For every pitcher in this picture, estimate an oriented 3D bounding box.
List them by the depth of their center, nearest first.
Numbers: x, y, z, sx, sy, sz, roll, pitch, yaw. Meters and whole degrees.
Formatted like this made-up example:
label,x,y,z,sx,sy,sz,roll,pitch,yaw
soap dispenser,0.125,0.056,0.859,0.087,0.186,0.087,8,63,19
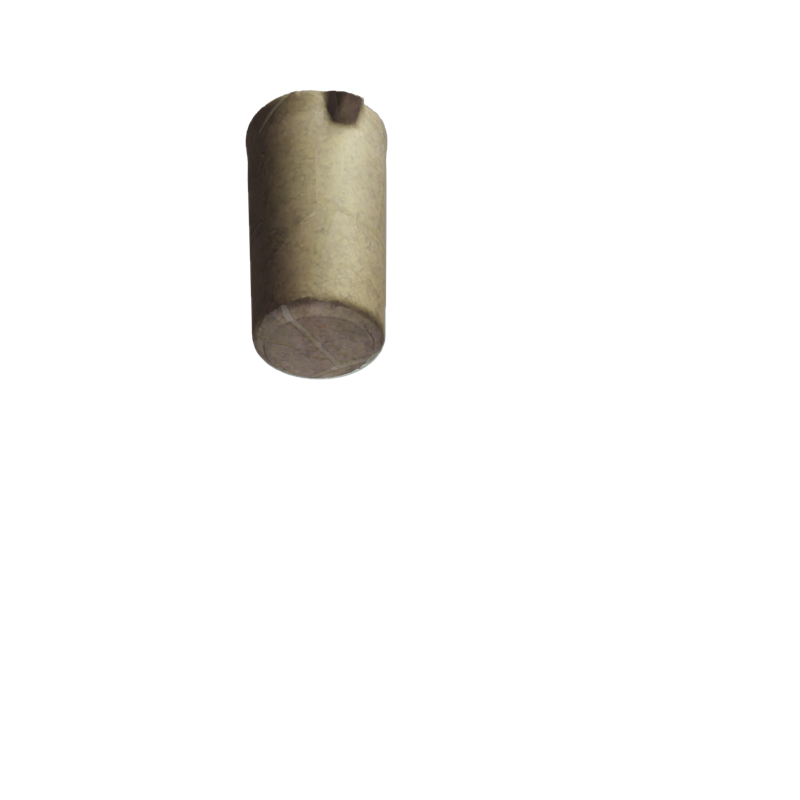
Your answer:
label,x,y,z,sx,sy,sz,roll,pitch,yaw
pitcher,-0.076,-0.139,0.970,0.146,0.261,0.137,-13,-38,13
